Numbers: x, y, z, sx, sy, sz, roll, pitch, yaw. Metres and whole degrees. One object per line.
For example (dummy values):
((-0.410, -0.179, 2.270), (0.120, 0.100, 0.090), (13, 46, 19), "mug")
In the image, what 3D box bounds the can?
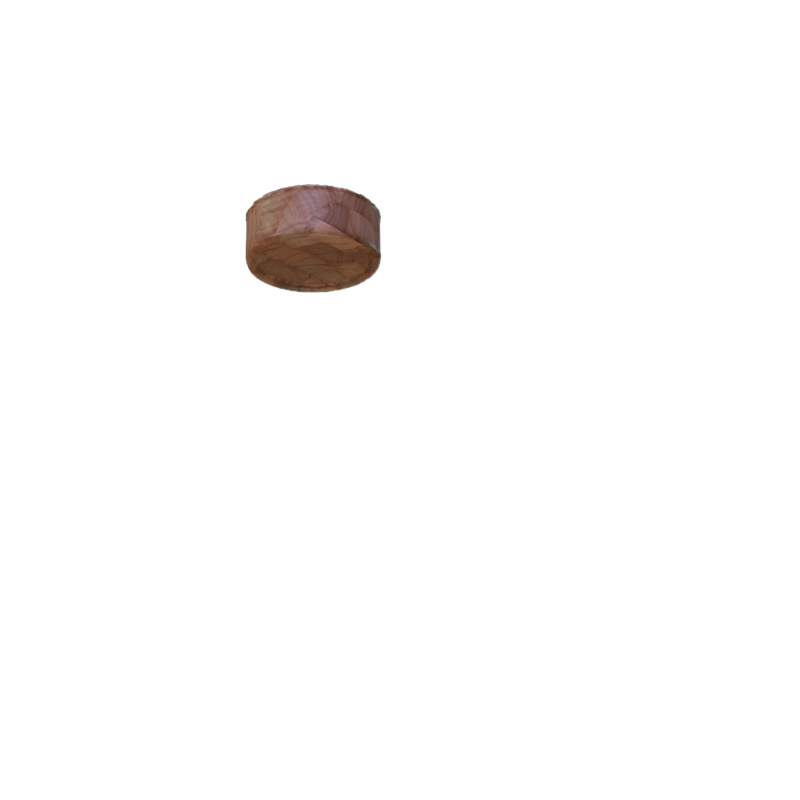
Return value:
((-0.054, -0.099, 0.695), (0.086, 0.035, 0.081), (0, -22, -2), "can")
